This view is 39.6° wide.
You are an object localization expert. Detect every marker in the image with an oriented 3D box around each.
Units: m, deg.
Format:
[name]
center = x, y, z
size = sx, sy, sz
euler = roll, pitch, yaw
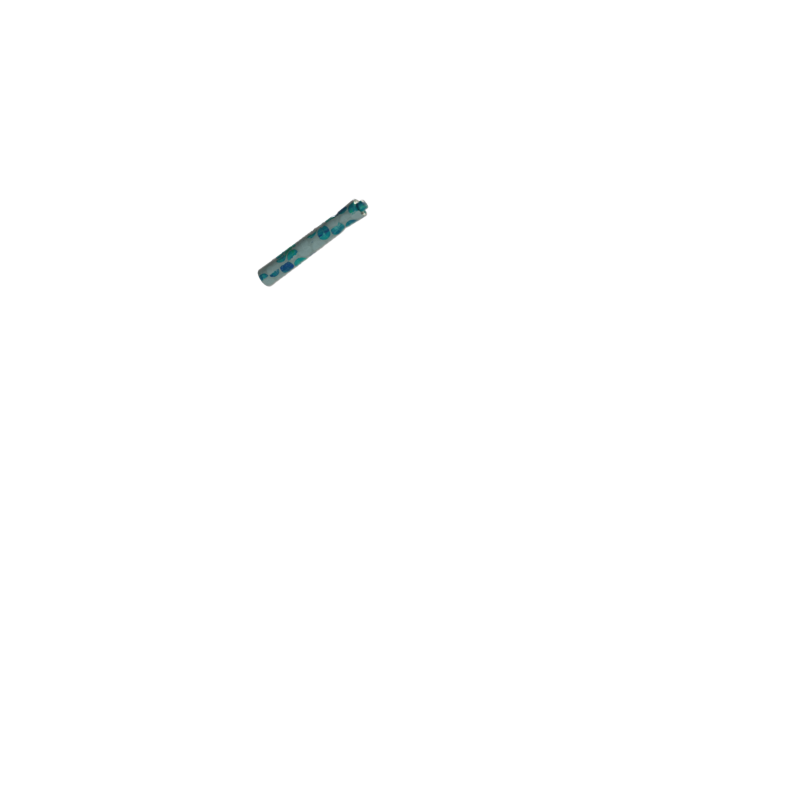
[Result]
[marker]
center = -0.077, -0.141, 0.985
size = 0.120, 0.020, 0.019
euler = -33, -10, 23
